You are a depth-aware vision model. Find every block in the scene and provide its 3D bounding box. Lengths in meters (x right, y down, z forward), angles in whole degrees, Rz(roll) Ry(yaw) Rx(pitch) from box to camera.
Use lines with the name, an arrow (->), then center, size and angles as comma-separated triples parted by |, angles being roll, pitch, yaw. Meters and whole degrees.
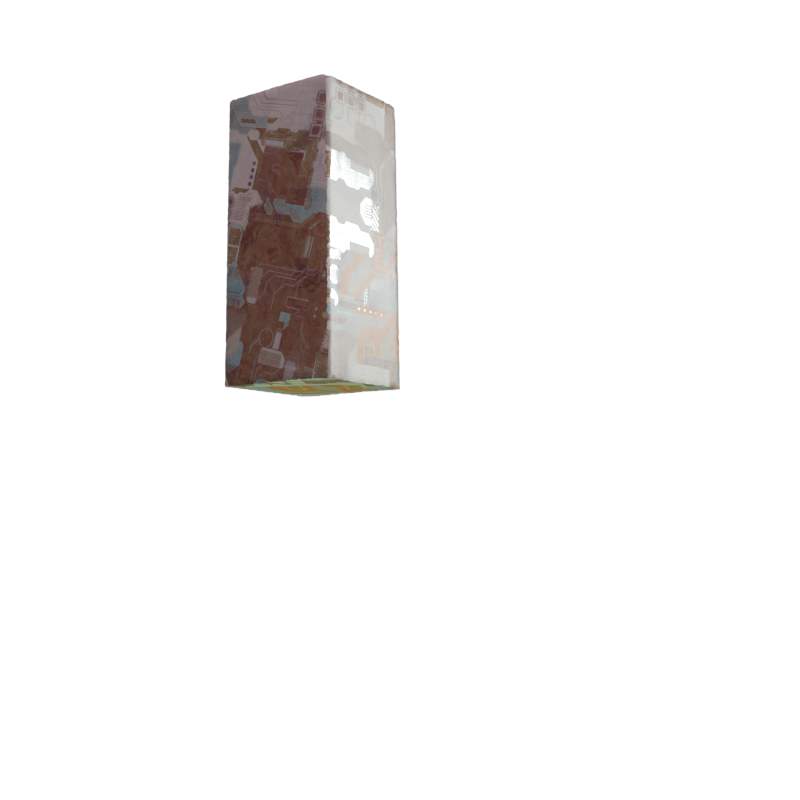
block -> -0.061, -0.112, 0.782 | 0.092, 0.213, 0.086 | -9, -15, 35
